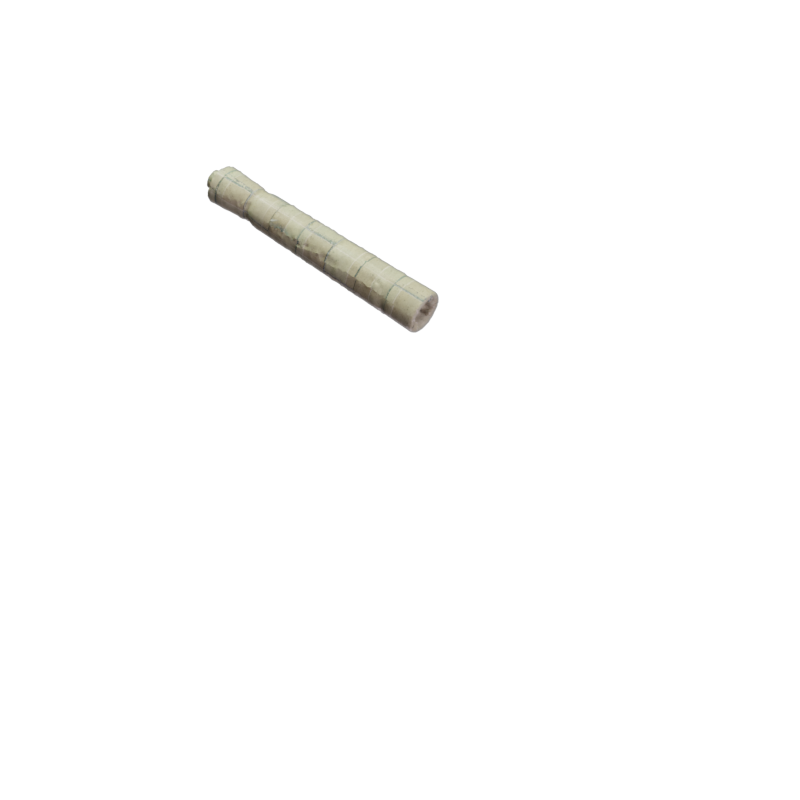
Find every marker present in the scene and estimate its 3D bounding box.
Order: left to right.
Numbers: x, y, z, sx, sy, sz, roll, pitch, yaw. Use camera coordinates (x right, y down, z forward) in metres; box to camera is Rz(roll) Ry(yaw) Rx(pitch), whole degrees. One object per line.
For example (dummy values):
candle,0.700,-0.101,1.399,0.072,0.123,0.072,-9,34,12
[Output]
marker,-0.037,-0.067,0.473,0.128,0.019,0.019,35,20,26
